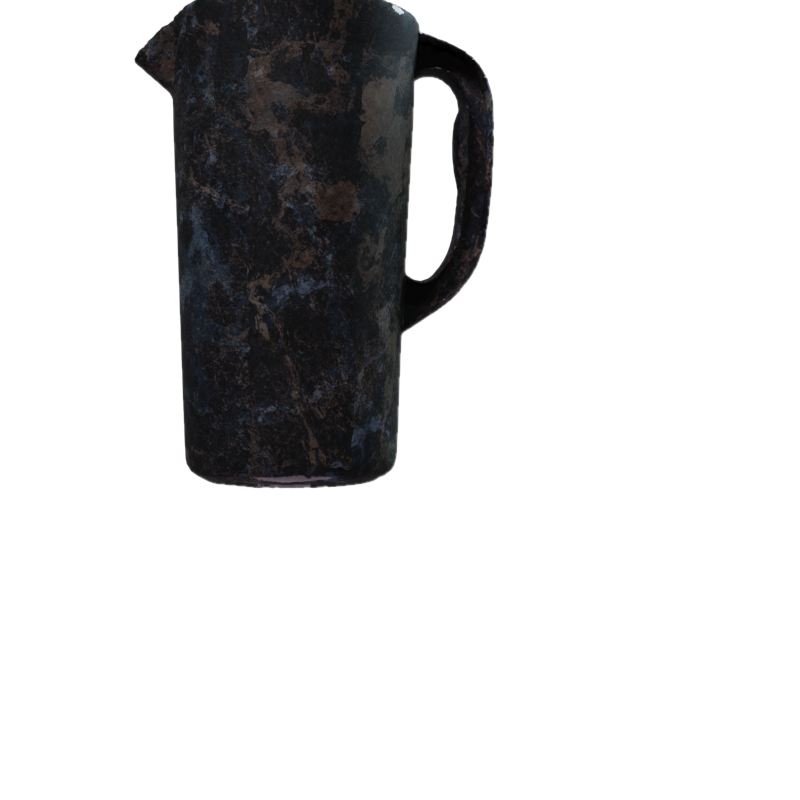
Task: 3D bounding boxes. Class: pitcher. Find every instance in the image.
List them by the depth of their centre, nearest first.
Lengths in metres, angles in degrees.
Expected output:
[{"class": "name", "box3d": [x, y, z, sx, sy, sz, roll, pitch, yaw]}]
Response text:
[{"class": "pitcher", "box3d": [-0.045, -0.083, 0.578, 0.154, 0.246, 0.139, -3, -5, 37]}]
